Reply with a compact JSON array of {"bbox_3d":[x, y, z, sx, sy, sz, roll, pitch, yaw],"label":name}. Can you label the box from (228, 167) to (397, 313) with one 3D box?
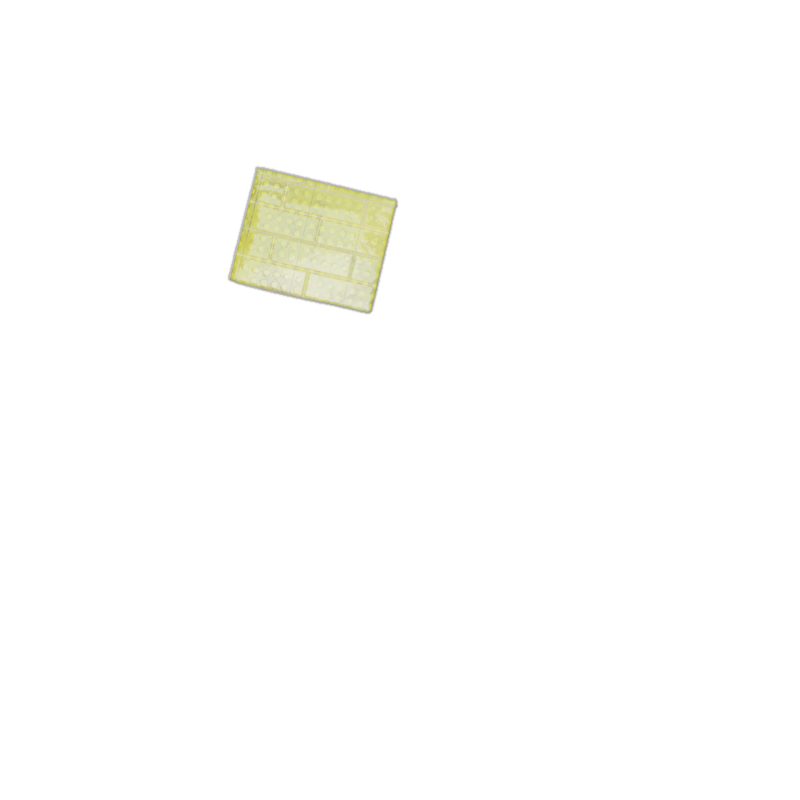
[{"bbox_3d":[-0.067,-0.122,0.853,0.114,0.091,0.038,13,-4,0],"label":"box"}]
